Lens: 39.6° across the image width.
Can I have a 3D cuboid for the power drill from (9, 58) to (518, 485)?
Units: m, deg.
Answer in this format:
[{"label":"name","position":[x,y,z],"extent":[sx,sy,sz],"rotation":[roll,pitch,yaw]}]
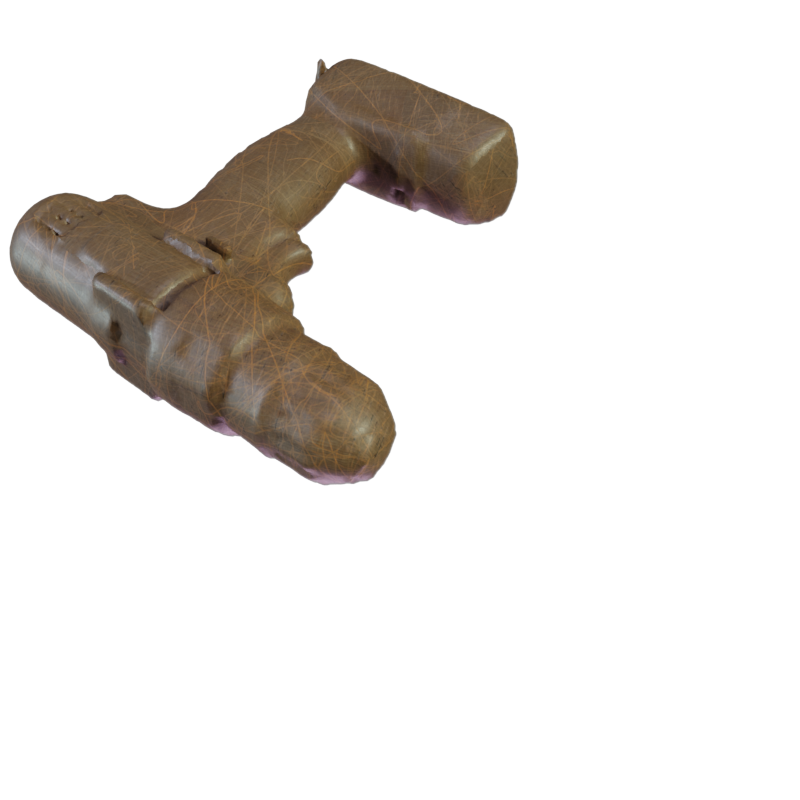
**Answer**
[{"label":"power drill","position":[-0.035,-0.064,0.447],"extent":[0.196,0.053,0.189],"rotation":[31,51,28]}]
